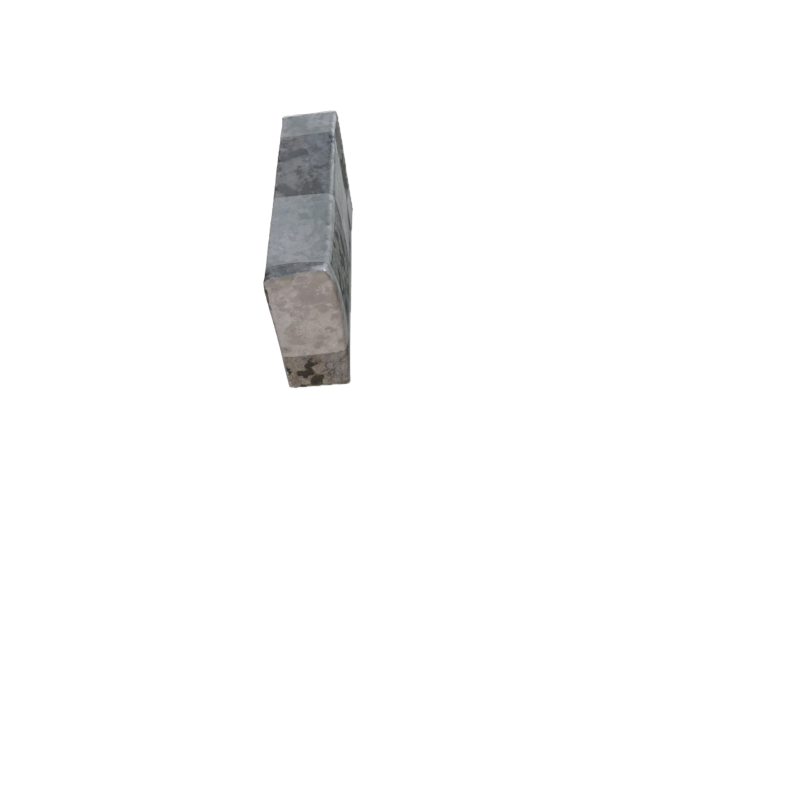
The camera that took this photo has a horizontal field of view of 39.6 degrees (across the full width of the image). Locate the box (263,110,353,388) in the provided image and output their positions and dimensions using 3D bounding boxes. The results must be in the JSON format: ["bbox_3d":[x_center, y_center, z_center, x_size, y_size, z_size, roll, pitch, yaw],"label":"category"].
[{"bbox_3d":[-0.057,-0.104,0.730,0.048,0.086,0.189,-7,43,2],"label":"box"}]
